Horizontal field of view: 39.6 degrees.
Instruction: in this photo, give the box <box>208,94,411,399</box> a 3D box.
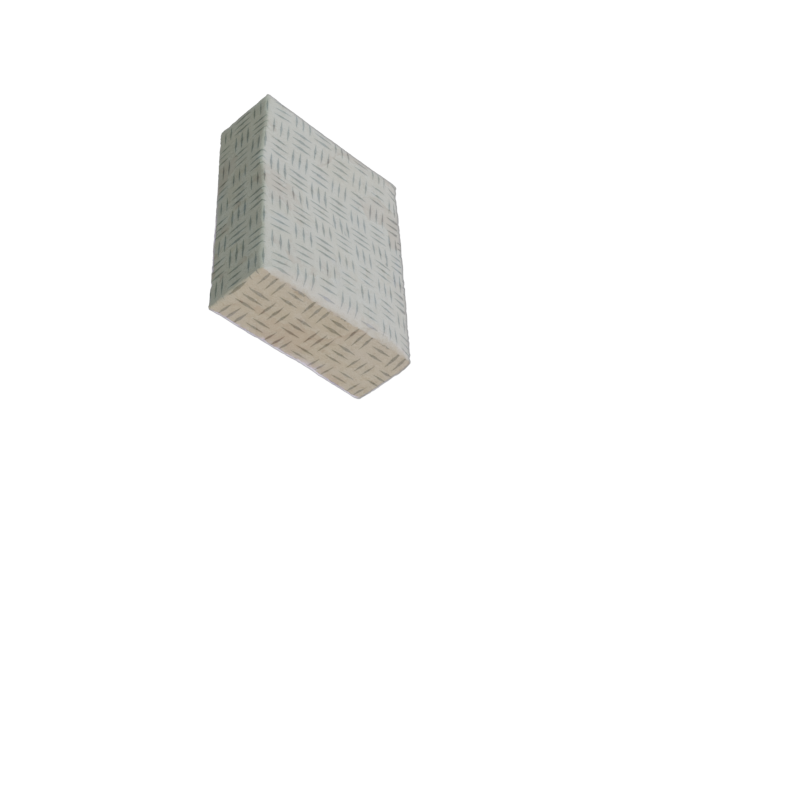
[{"bbox_3d":[-0.072,-0.132,0.922,0.154,0.230,0.071,31,-52,-32],"label":"box"}]
